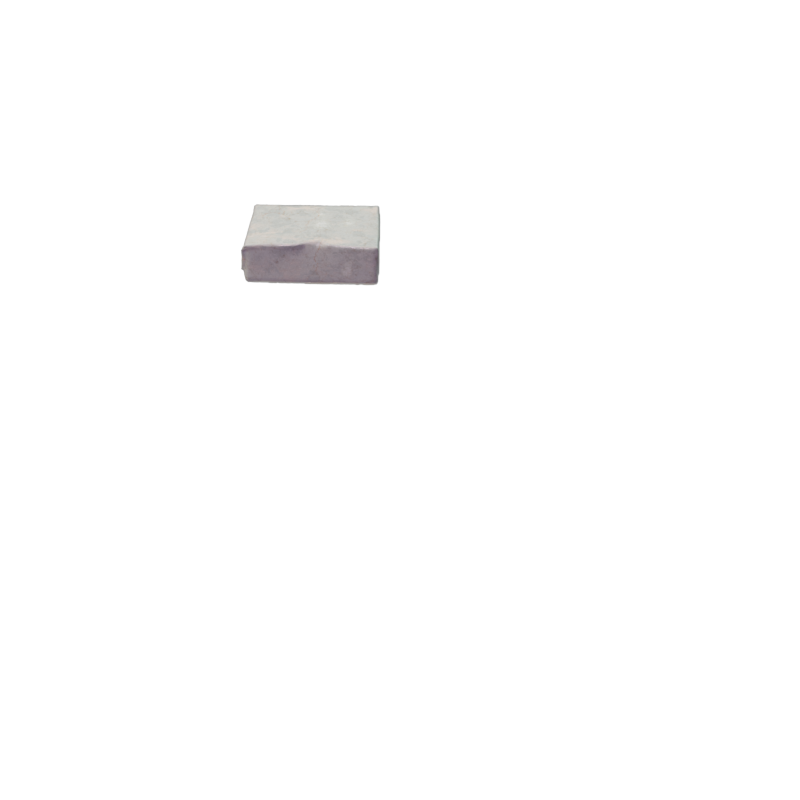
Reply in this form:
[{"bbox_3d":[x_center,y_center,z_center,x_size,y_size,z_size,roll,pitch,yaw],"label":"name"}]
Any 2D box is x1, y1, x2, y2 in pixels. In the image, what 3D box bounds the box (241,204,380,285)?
[{"bbox_3d":[-0.058,-0.106,0.742,0.089,0.028,0.077,1,29,2],"label":"box"}]
